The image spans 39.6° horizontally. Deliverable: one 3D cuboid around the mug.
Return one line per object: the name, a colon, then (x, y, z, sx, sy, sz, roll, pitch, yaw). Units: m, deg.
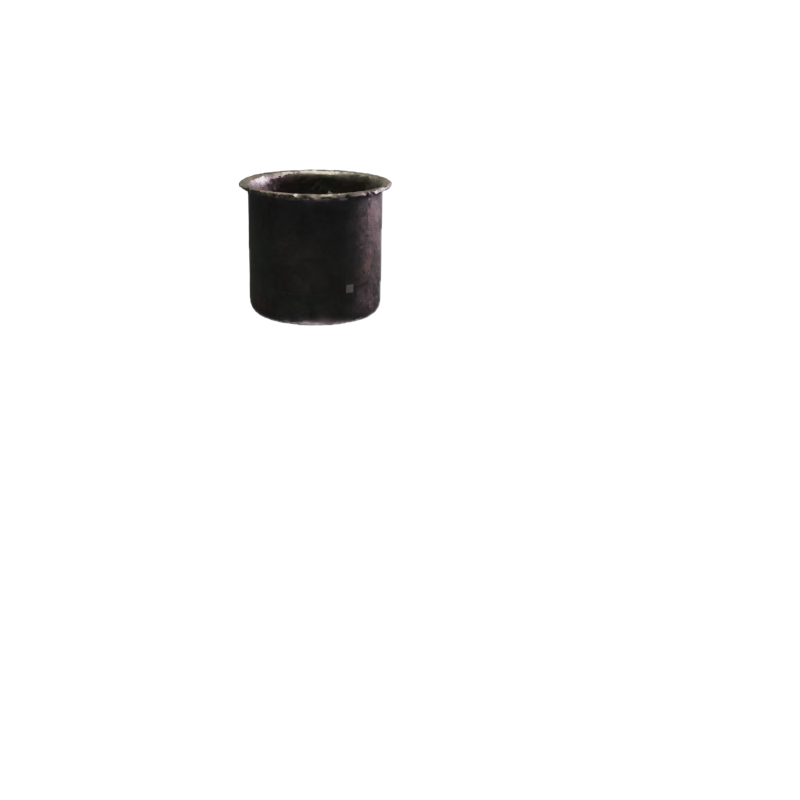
mug: (-0.054, -0.099, 0.695, 0.092, 0.079, 0.123, -2, 18, -8)
